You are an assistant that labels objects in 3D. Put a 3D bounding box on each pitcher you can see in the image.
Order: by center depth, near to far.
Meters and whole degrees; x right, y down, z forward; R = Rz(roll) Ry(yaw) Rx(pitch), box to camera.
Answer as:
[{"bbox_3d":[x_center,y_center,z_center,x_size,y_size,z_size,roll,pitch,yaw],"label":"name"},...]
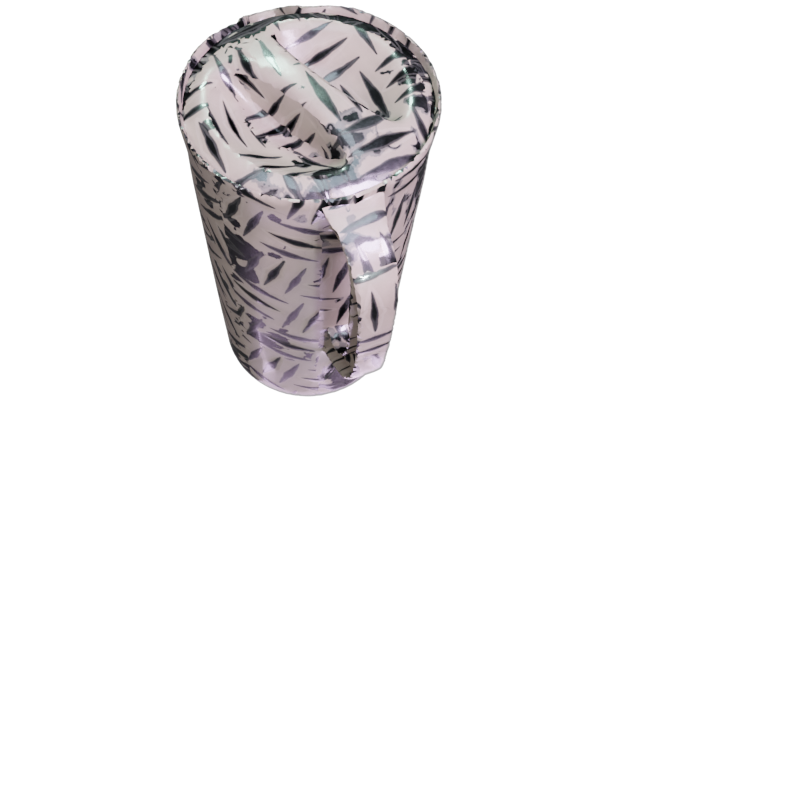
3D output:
[{"bbox_3d":[-0.050,-0.092,0.642,0.149,0.155,0.228,22,-29,9],"label":"pitcher"}]
